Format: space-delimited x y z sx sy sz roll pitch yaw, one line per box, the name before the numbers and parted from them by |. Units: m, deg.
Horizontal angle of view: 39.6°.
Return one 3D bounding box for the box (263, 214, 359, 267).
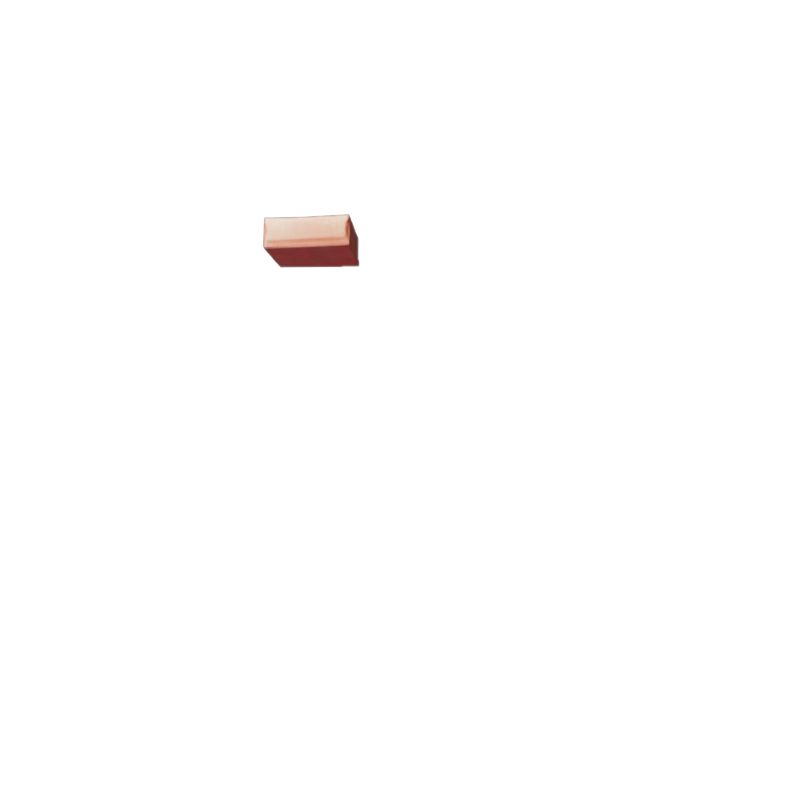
box | -0.075 -0.137 0.961 0.074 0.031 0.087 -1 -5 6
